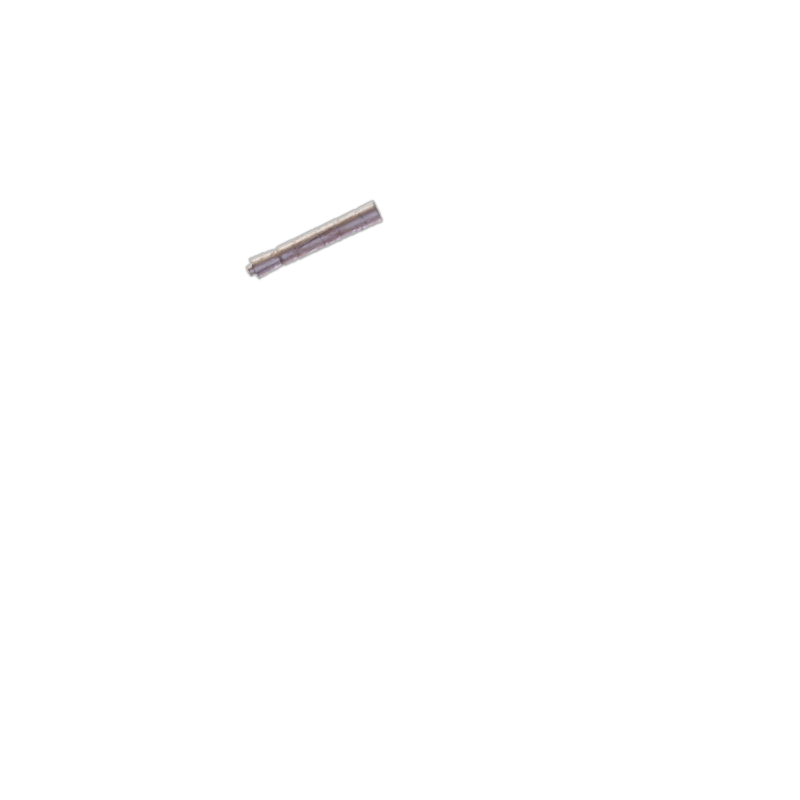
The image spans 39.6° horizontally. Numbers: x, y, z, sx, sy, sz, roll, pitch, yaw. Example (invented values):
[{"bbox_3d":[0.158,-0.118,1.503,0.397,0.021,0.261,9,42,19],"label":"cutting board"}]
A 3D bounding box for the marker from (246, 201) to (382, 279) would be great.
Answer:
[{"bbox_3d":[-0.073,-0.133,0.933,0.121,0.020,0.020,-24,2,5],"label":"marker"}]
